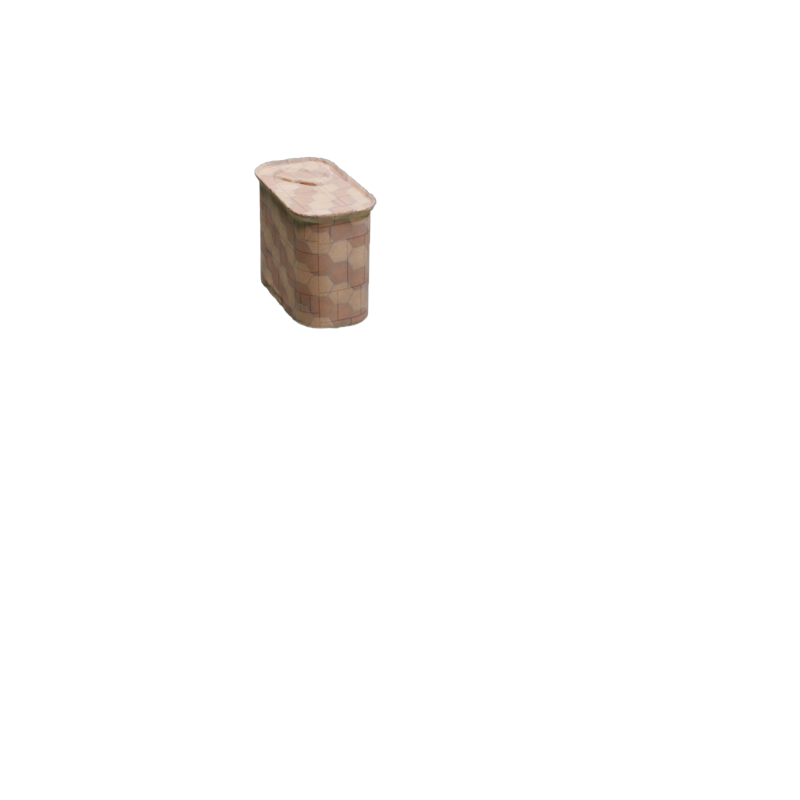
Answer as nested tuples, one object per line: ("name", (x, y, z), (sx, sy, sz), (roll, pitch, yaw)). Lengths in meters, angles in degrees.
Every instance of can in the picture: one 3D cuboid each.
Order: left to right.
("can", (-0.058, -0.106, 0.739), (0.056, 0.079, 0.110), (-11, 31, -22))
